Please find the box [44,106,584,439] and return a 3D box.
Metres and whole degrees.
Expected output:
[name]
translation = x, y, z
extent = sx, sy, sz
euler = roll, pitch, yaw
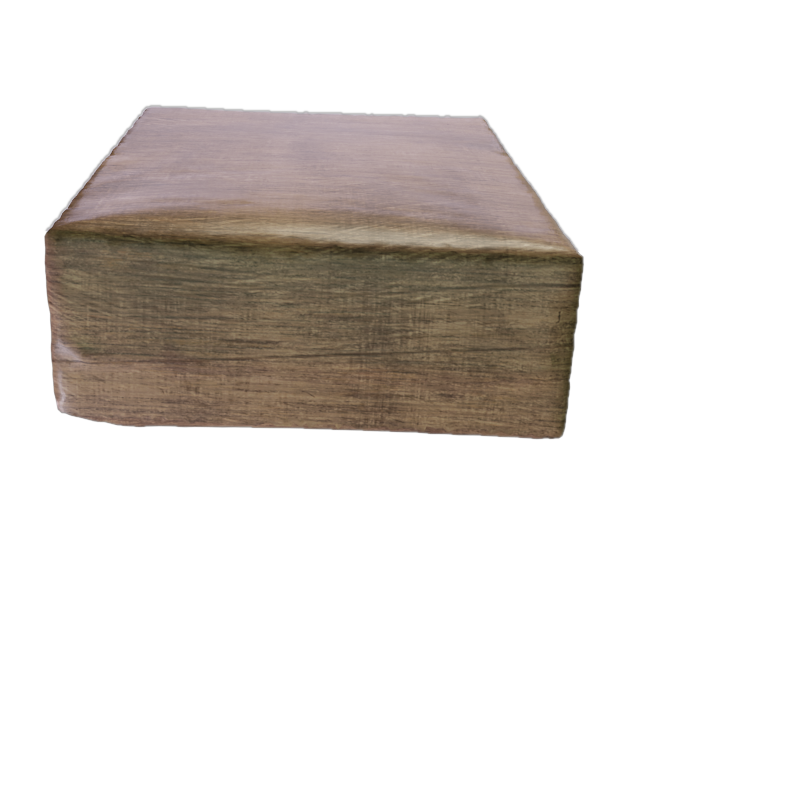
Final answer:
[box]
translation = -0.034, -0.063, 0.438
extent = 0.164, 0.069, 0.224
euler = 1, 23, -3
